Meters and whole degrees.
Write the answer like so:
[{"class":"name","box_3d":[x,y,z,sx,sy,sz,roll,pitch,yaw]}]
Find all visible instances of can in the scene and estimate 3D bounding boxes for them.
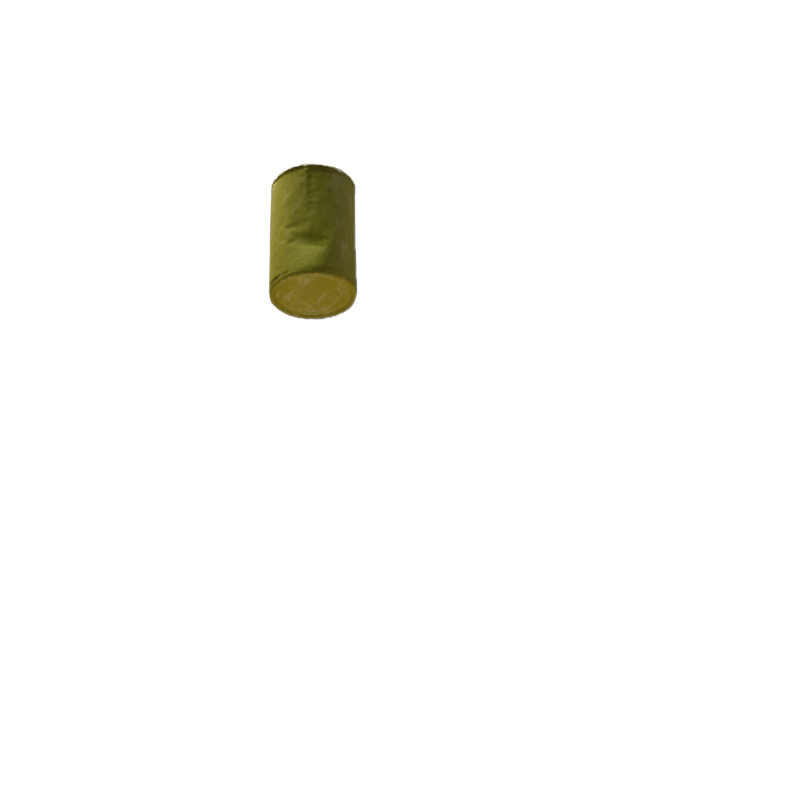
[{"class":"can","box_3d":[-0.067,-0.122,0.856,0.068,0.109,0.064,-1,-32,-2]}]
